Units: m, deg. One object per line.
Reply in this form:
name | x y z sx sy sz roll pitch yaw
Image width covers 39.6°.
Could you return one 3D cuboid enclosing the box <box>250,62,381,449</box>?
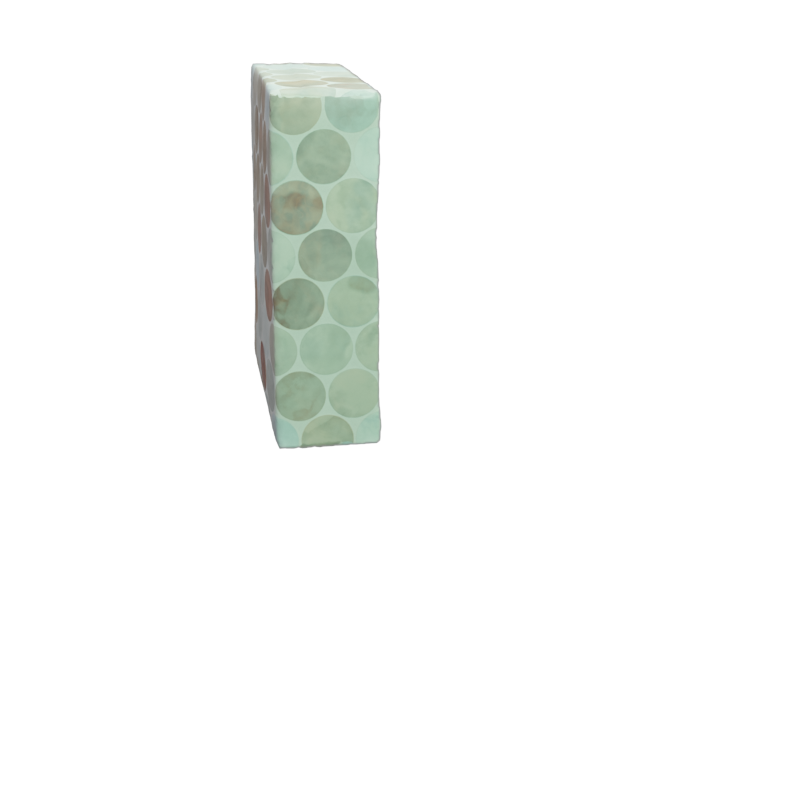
box | -0.055 -0.101 0.709 0.071 0.206 0.173 -2 18 -10
